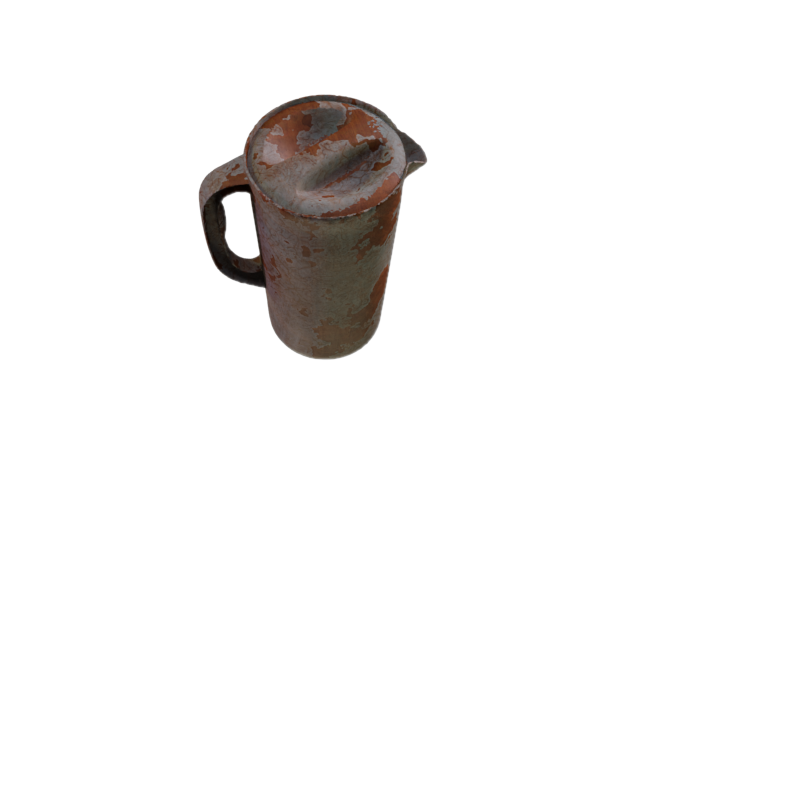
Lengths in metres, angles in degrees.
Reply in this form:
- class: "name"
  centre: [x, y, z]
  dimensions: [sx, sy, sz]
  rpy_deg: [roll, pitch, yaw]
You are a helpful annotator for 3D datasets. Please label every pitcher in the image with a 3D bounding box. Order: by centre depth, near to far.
- class: "pitcher"
  centre: [-0.076, -0.139, 0.976]
  dimensions: [0.155, 0.149, 0.227]
  rpy_deg: [29, -30, 15]
